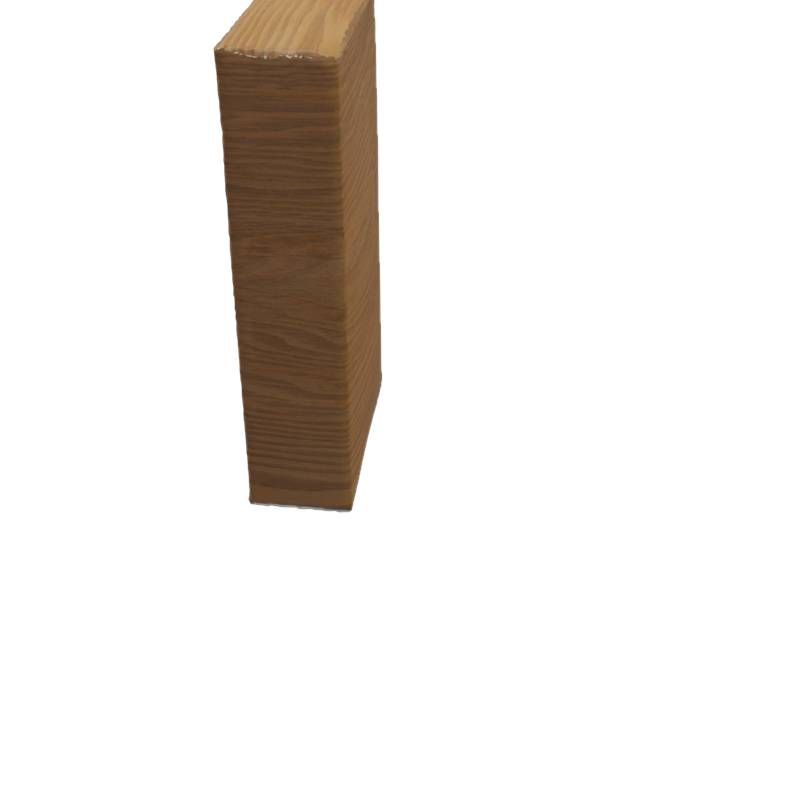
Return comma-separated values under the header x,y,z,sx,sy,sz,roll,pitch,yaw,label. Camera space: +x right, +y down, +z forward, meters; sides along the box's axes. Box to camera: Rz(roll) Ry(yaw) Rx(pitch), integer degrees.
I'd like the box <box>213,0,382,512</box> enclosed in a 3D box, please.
x,y,z,sx,sy,sz,roll,pitch,yaw,label
-0.032,-0.058,0.407,0.048,0.166,0.098,5,31,5,box
